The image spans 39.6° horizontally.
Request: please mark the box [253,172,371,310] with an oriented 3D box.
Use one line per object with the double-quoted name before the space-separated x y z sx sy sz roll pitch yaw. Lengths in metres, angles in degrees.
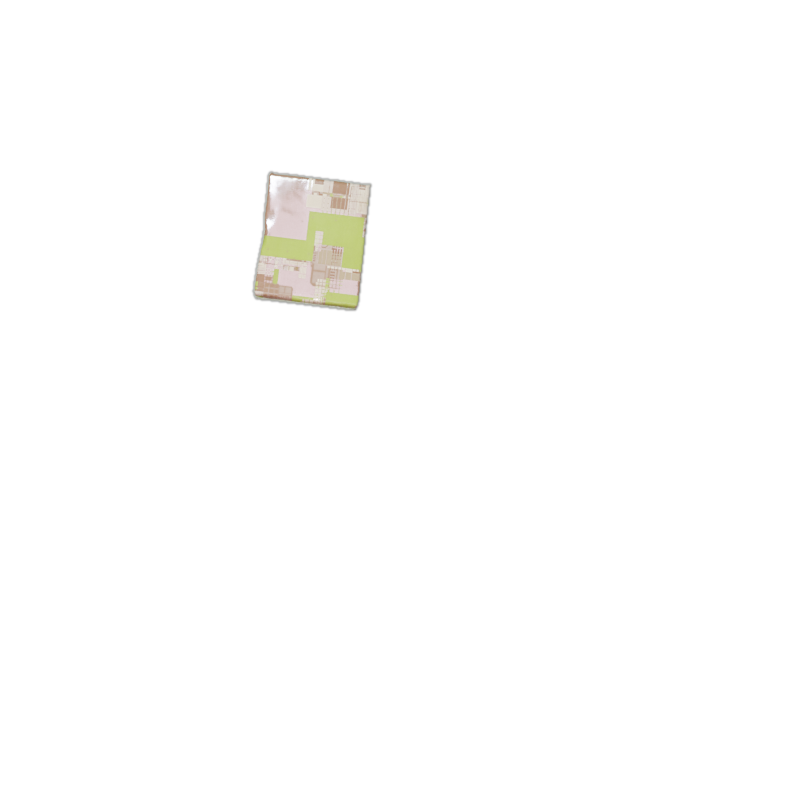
"box" -0.061 -0.111 0.778 0.073 0.091 0.030 7 -8 0
